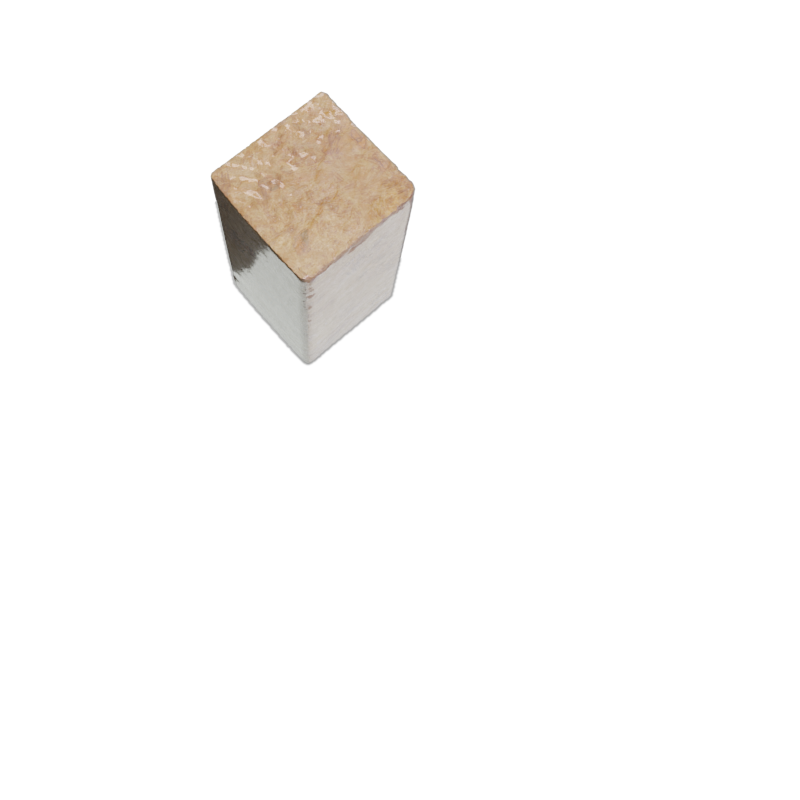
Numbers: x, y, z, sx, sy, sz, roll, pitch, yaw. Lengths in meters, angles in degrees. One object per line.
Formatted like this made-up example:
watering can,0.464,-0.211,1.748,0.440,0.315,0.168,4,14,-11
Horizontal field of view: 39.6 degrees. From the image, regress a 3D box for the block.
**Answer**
block,-0.058,-0.106,0.746,0.091,0.093,0.199,-40,-8,-12
